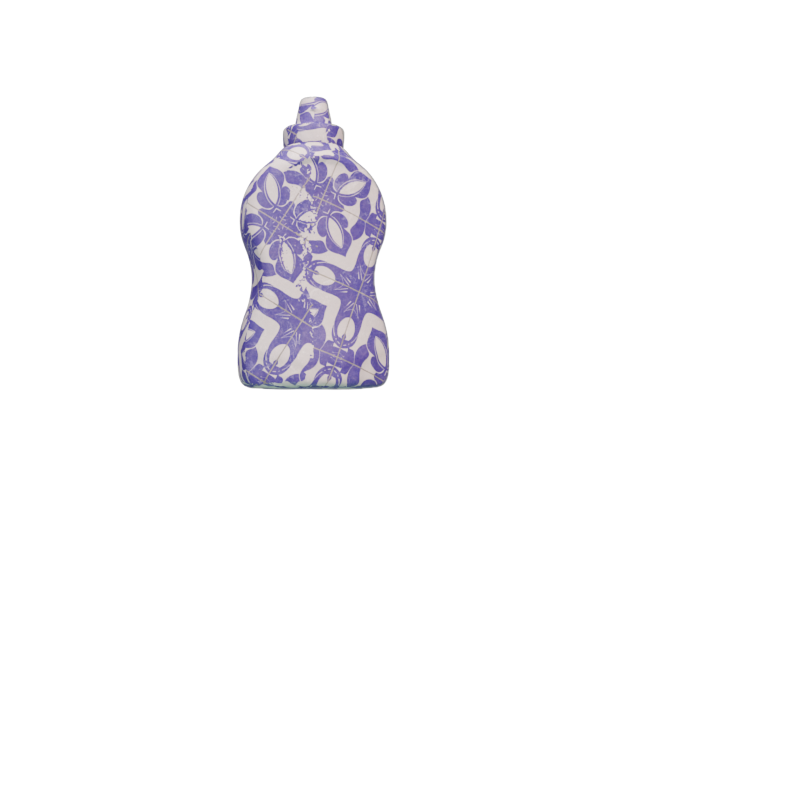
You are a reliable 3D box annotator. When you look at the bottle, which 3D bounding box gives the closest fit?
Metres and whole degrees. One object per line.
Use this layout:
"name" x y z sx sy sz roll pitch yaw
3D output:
"bottle" -0.057 -0.104 0.727 0.094 0.196 0.058 1 -8 -13
